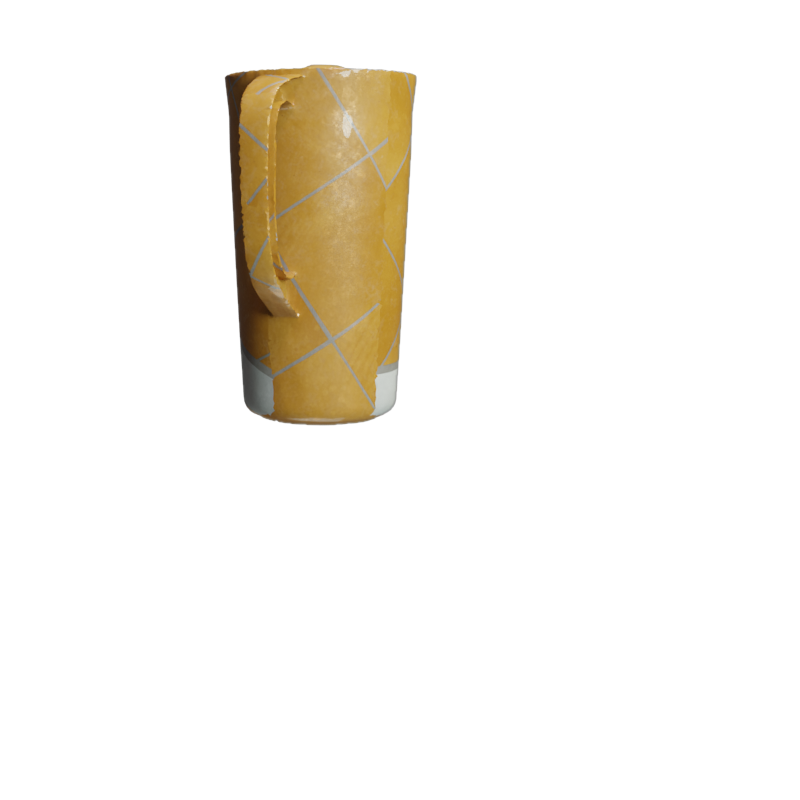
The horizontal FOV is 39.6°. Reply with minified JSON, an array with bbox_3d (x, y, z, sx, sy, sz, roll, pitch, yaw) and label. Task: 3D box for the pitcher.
[{"bbox_3d":[-0.060,-0.110,0.767,0.145,0.241,0.150,-2,5,-25],"label":"pitcher"}]
